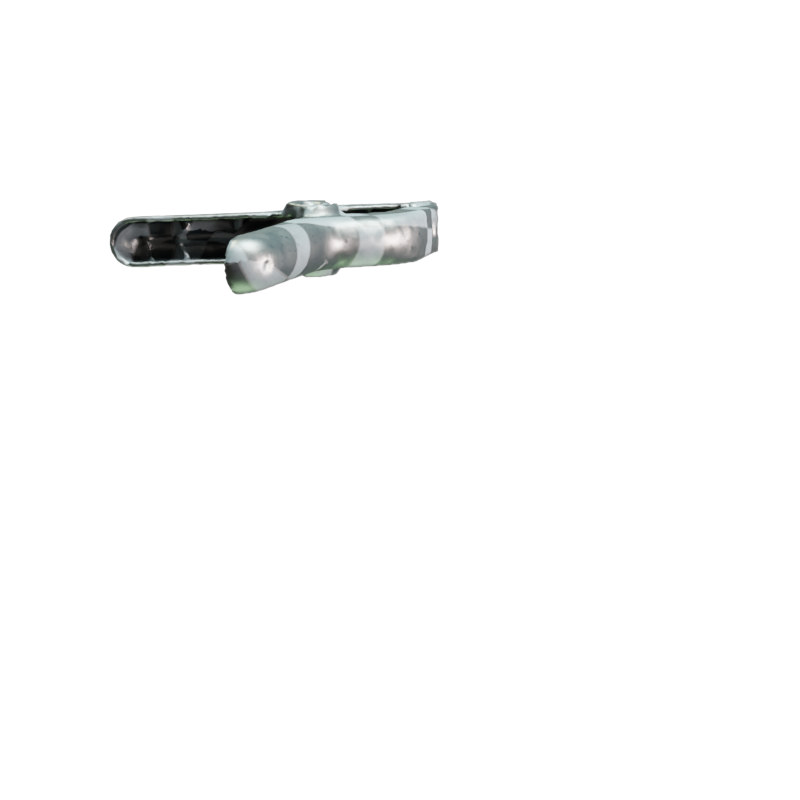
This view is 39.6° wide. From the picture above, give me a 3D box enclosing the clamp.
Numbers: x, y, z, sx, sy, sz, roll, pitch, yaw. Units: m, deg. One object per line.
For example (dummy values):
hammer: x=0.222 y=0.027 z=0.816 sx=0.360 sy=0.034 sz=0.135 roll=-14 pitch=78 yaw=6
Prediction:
clamp: x=-0.042 y=-0.077 z=0.537 sx=0.168 sy=0.038 sz=0.128 roll=-12 pitch=24 yaw=-28
